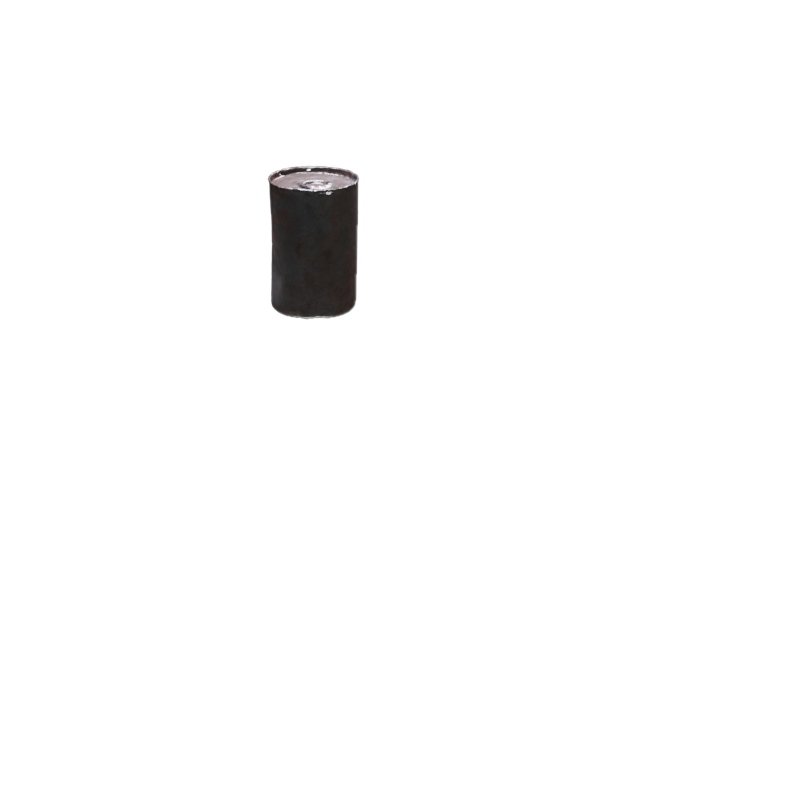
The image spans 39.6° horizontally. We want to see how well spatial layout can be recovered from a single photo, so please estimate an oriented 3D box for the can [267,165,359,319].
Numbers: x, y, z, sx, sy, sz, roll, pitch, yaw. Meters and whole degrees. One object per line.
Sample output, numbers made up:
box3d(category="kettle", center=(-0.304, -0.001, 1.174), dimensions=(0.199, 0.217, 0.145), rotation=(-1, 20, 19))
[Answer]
box3d(category="can", center=(-0.066, -0.120, 0.841), dimensions=(0.068, 0.098, 0.072), rotation=(0, 21, -2))
